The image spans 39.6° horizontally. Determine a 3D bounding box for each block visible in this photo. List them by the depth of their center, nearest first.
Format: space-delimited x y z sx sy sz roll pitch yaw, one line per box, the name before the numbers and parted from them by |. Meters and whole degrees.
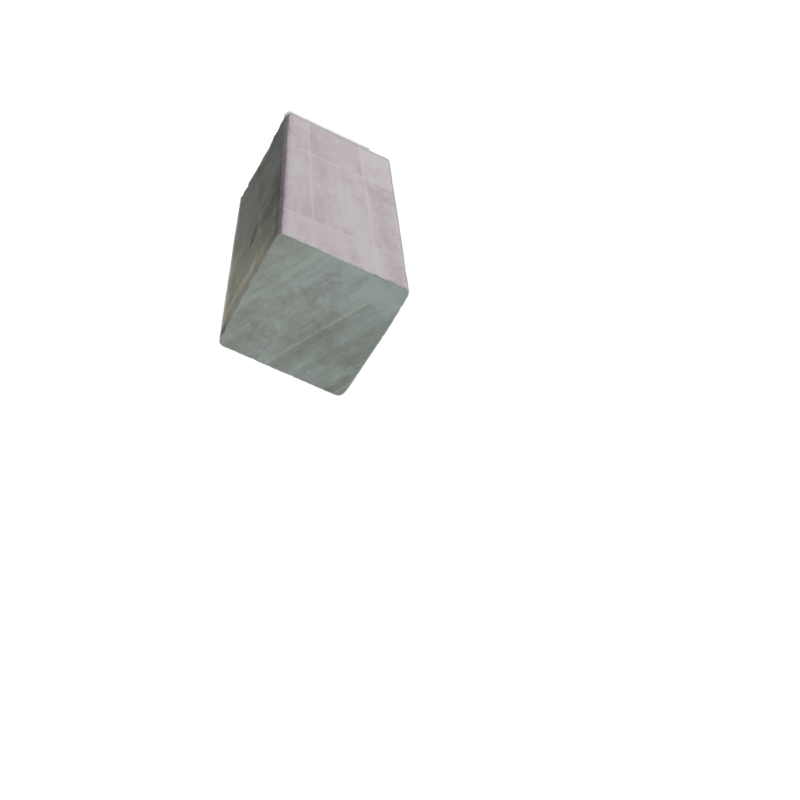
block | -0.060 -0.109 0.767 0.088 0.087 0.219 23 28 -17
